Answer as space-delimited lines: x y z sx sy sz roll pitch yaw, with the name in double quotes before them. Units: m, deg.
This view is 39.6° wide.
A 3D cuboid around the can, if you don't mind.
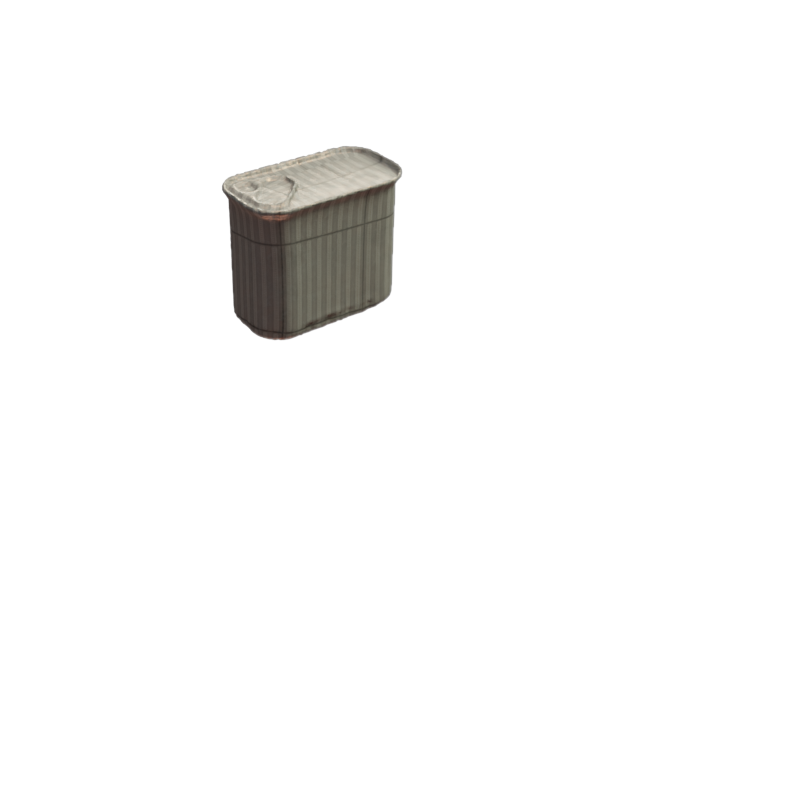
"can" -0.050 -0.092 0.644 0.101 0.079 0.062 -21 38 -31
